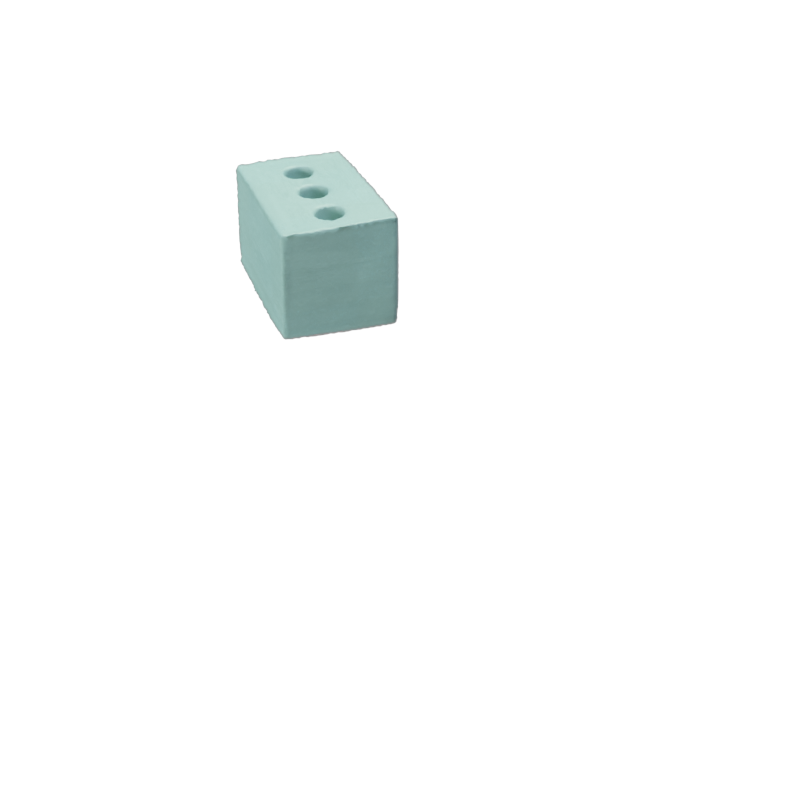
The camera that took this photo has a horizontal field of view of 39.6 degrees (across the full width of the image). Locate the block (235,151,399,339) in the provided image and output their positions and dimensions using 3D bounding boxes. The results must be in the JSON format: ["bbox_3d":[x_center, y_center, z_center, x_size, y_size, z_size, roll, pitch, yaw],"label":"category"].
[{"bbox_3d":[-0.039,-0.070,0.494,0.052,0.048,0.084,-10,34,-18],"label":"block"}]
